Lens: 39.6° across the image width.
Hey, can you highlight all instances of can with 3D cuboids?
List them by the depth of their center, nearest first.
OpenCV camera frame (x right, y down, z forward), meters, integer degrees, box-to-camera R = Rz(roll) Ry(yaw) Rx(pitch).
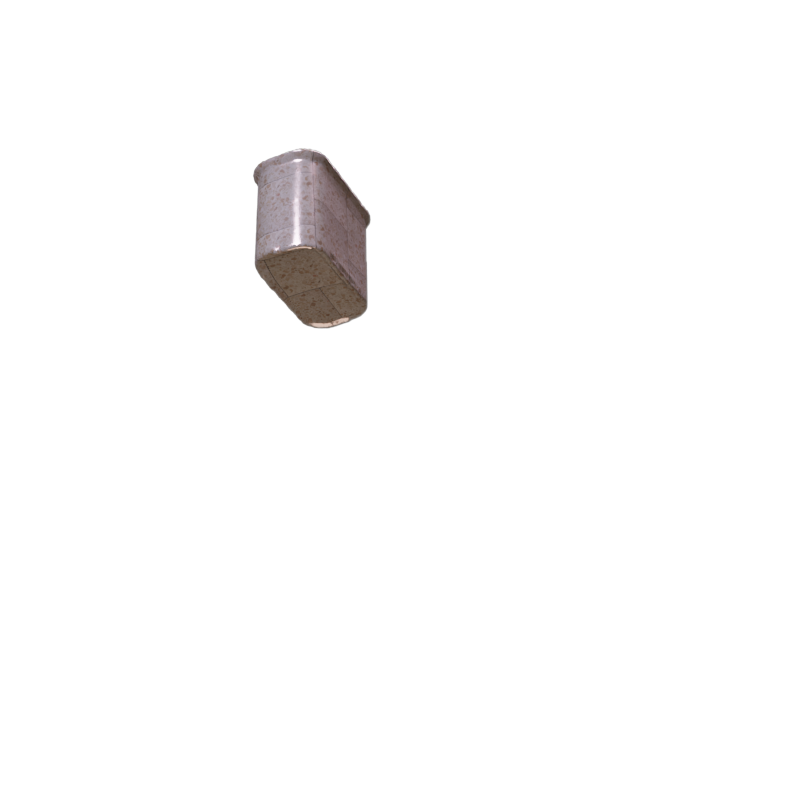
[{"bbox_3d":[-0.061,-0.111,0.778,0.058,0.090,0.094,-17,-37,20],"label":"can"}]
